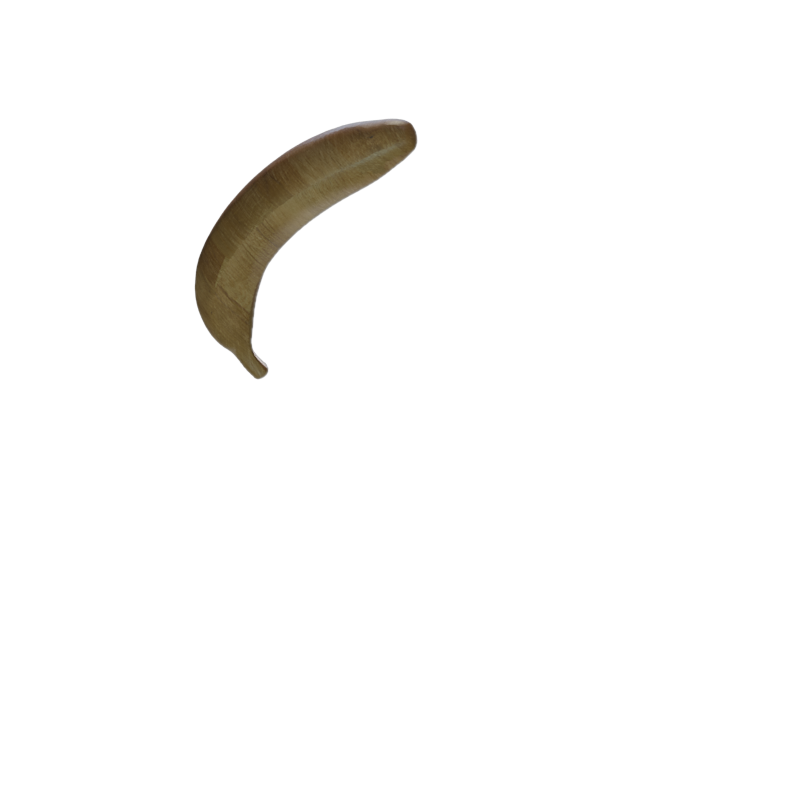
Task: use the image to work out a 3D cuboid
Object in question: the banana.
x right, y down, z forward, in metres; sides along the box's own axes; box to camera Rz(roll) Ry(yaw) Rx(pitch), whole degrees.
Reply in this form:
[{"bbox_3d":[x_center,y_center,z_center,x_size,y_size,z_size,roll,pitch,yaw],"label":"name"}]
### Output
[{"bbox_3d":[-0.066,-0.090,0.607,0.067,0.039,0.191,21,-48,-21],"label":"banana"}]
